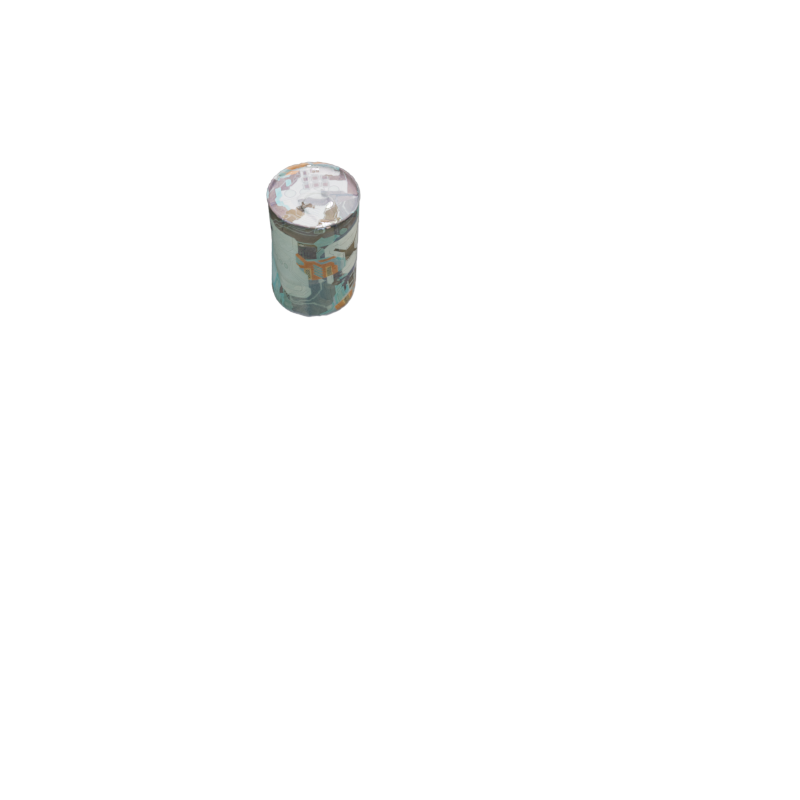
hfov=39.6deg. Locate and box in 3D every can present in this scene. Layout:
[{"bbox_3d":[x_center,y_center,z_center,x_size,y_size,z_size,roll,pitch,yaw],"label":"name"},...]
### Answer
[{"bbox_3d":[-0.065,-0.119,0.835,0.068,0.074,0.095,0,-40,-3],"label":"can"}]
